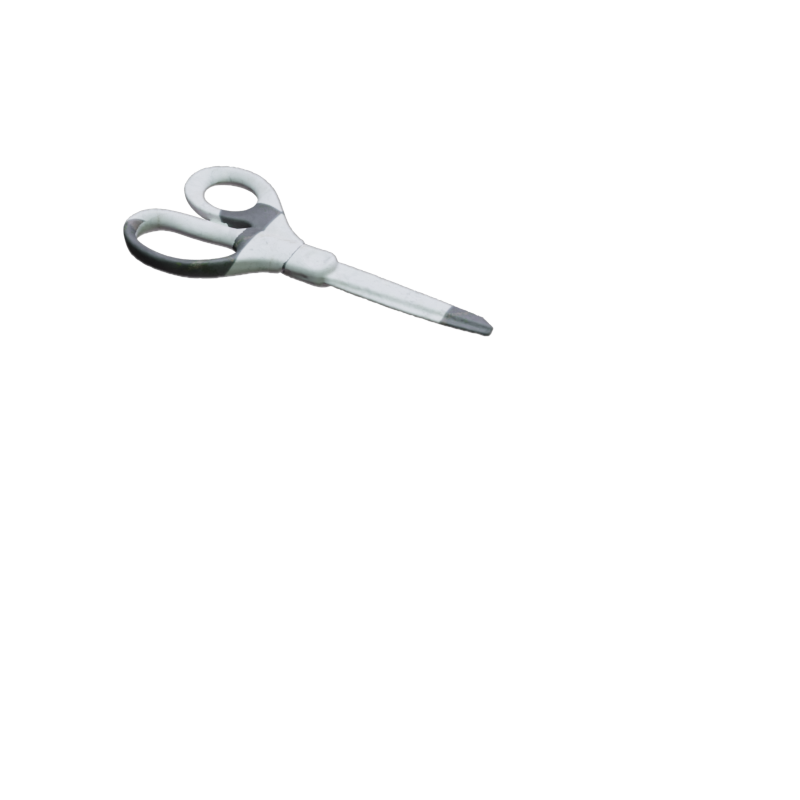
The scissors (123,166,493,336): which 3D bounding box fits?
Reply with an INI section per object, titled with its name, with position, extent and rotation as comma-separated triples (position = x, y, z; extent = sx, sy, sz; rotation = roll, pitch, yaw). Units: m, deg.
[scissors]
position = -0.046, -0.085, 0.592
extent = 0.205, 0.015, 0.102
rotation = 10, 46, 9
